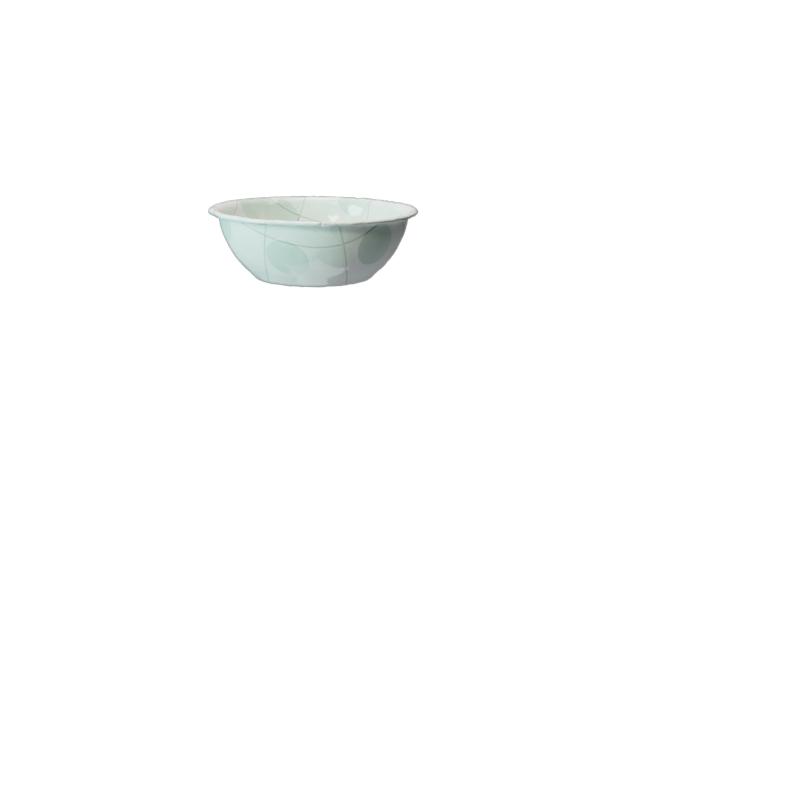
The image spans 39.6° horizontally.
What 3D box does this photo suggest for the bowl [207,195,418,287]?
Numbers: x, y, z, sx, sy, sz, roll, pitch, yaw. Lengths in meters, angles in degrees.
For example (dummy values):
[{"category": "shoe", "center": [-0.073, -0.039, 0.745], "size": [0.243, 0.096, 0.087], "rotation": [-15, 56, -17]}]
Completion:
[{"category": "bowl", "center": [-0.067, -0.122, 0.858], "size": [0.162, 0.053, 0.167], "rotation": [-1, 16, -2]}]
